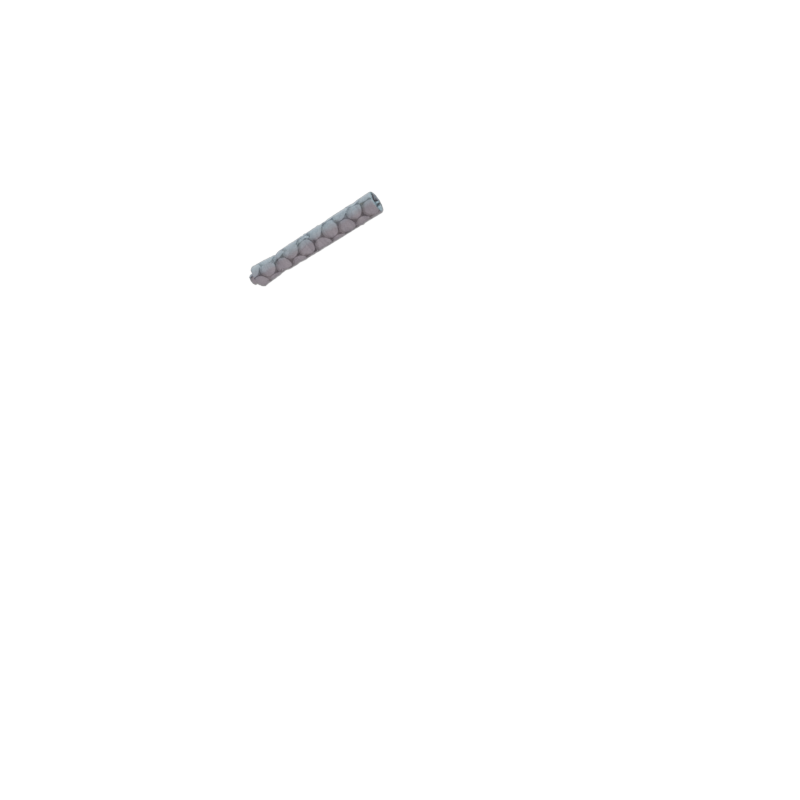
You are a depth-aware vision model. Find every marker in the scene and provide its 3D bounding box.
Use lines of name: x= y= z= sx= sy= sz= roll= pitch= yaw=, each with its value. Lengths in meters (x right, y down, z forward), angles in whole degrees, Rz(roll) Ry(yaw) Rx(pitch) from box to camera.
marker: x=-0.068 y=-0.123 z=0.862 sx=0.121 sy=0.020 sz=0.019 roll=-29 pitch=-6 yaw=19
